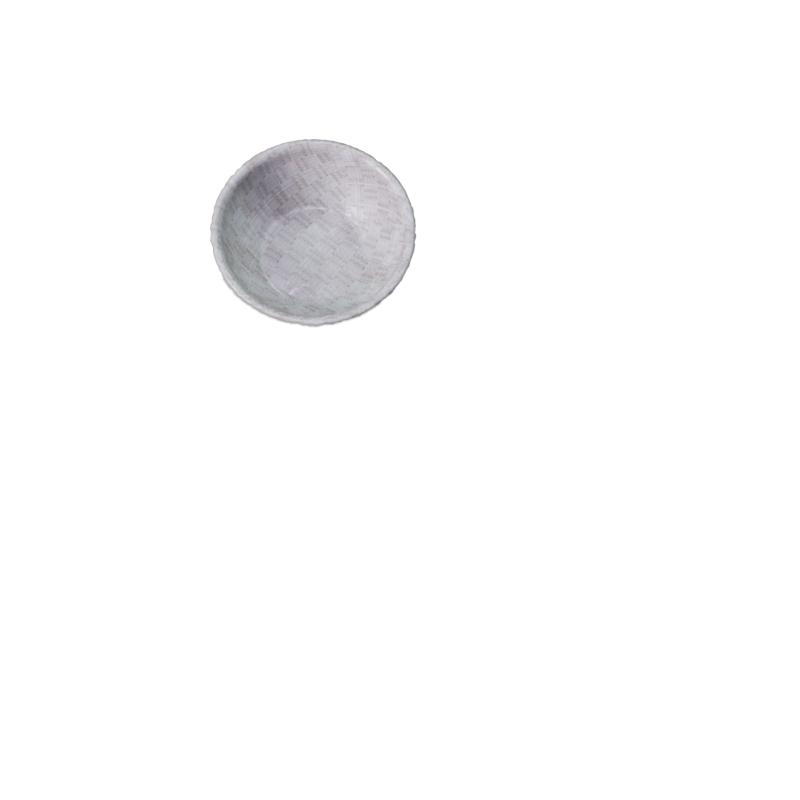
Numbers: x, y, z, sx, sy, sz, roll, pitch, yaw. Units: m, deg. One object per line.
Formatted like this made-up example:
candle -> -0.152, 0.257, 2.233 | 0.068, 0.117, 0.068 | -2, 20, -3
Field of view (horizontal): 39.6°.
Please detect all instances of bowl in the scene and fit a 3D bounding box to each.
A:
bowl -> -0.070, -0.128, 0.893 | 0.162, 0.171, 0.052 | -1, -22, -1
